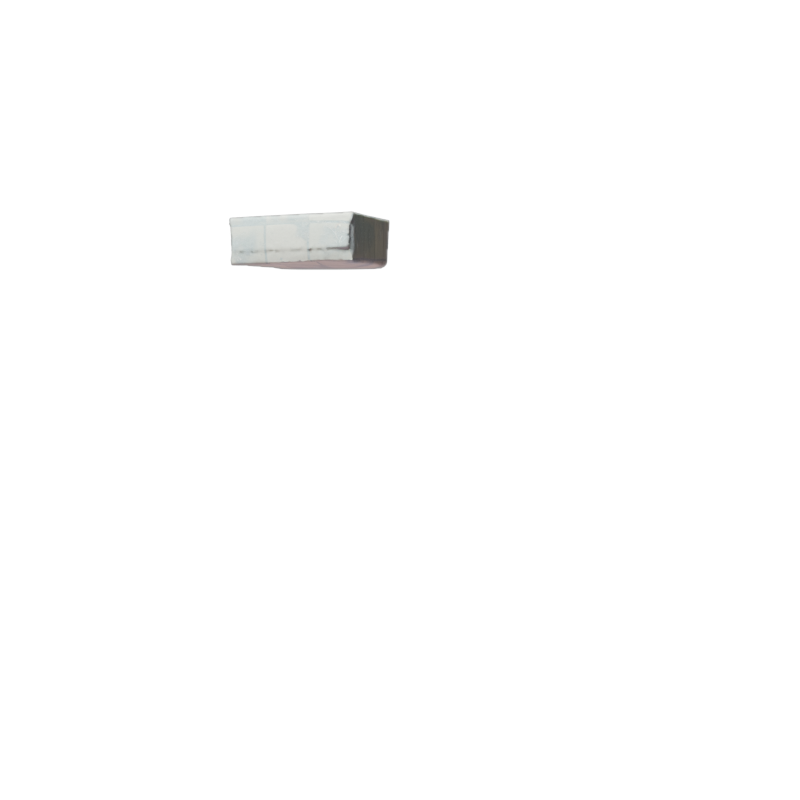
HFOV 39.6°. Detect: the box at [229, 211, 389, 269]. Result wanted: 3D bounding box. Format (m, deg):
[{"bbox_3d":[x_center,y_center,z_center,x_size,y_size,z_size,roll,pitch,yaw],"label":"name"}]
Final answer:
[{"bbox_3d":[-0.063,-0.115,0.804,0.092,0.039,0.111,1,3,14],"label":"box"}]
